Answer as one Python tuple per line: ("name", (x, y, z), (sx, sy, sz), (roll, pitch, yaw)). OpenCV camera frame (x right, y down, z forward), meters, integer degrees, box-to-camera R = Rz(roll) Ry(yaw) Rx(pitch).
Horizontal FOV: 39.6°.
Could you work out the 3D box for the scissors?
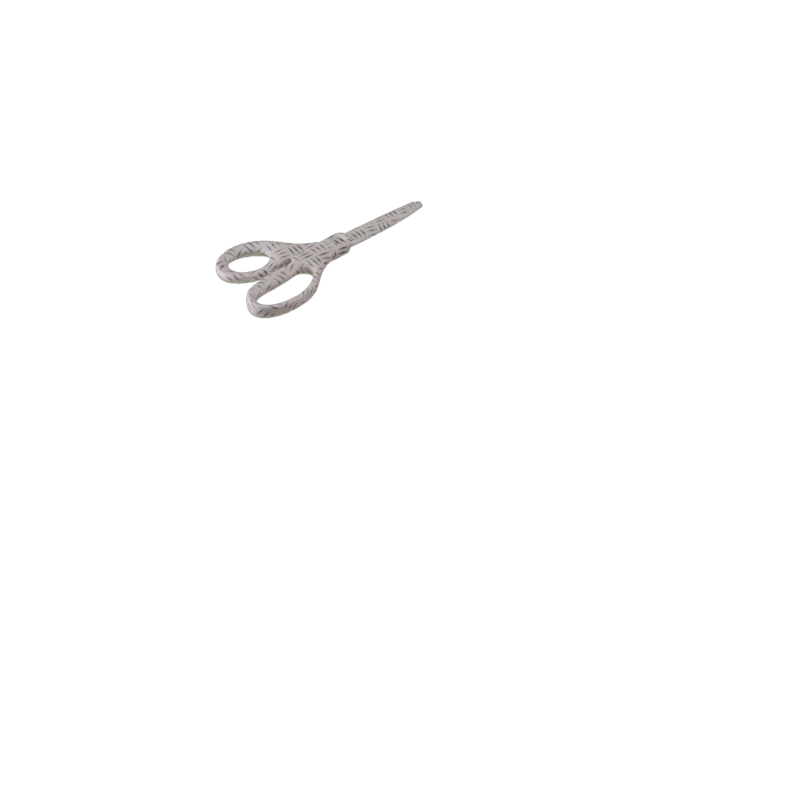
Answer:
("scissors", (-0.072, -0.131, 0.920), (0.101, 0.015, 0.206), (21, 45, 23))
